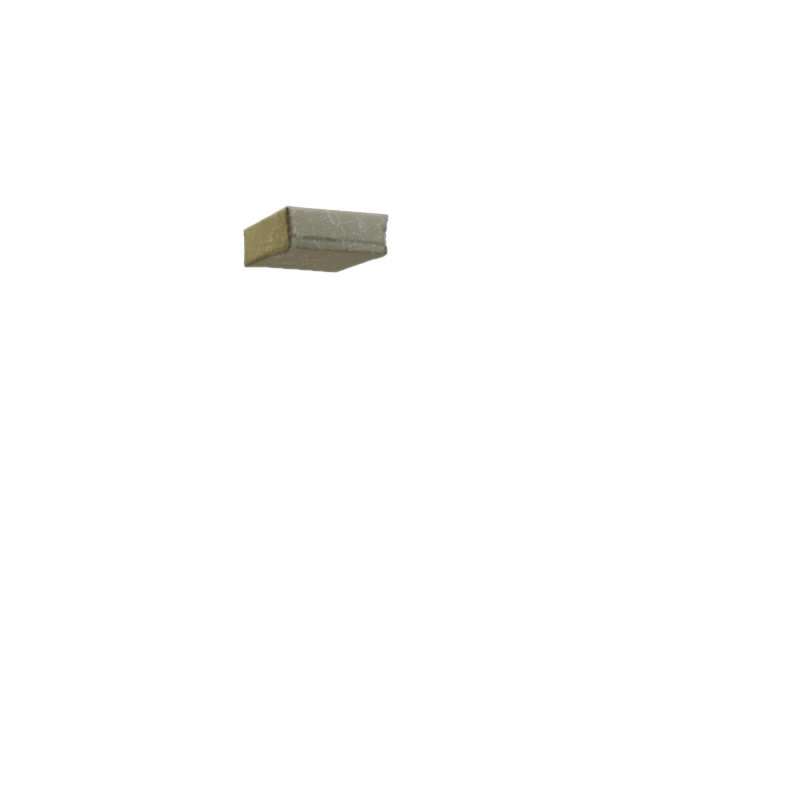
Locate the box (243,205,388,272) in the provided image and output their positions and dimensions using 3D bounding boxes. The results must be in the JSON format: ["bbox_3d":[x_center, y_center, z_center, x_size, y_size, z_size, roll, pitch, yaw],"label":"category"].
[{"bbox_3d":[-0.073,-0.133,0.931,0.087,0.039,0.116,0,-1,-24],"label":"box"}]
